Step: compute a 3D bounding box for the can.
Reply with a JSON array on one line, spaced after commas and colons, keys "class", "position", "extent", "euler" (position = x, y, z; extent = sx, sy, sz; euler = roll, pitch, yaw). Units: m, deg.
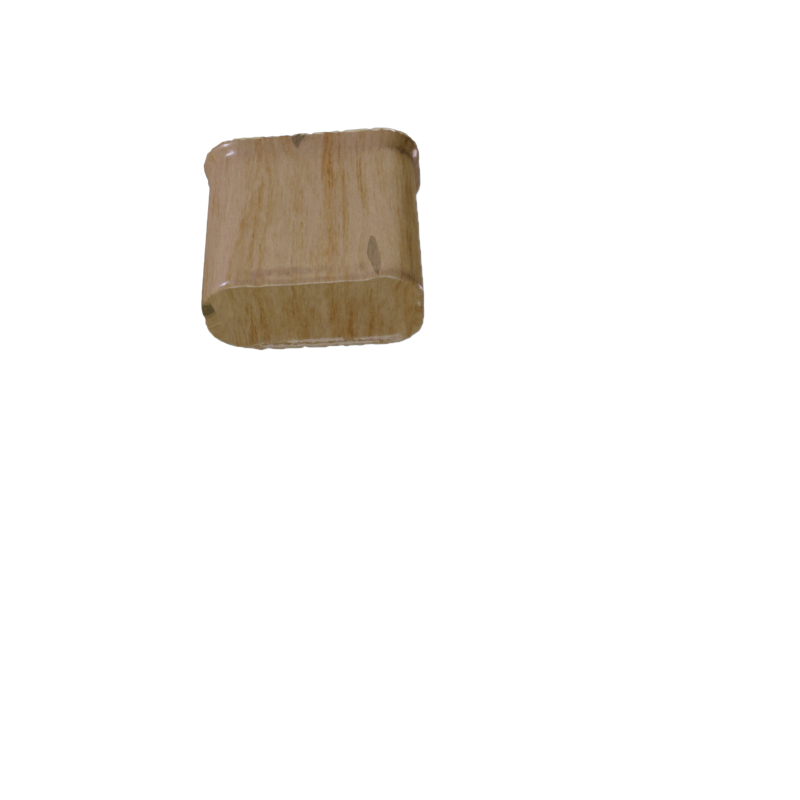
[{"class": "can", "position": [-0.040, -0.072, 0.505], "extent": [0.102, 0.090, 0.053], "euler": [-4, -35, 3]}]
